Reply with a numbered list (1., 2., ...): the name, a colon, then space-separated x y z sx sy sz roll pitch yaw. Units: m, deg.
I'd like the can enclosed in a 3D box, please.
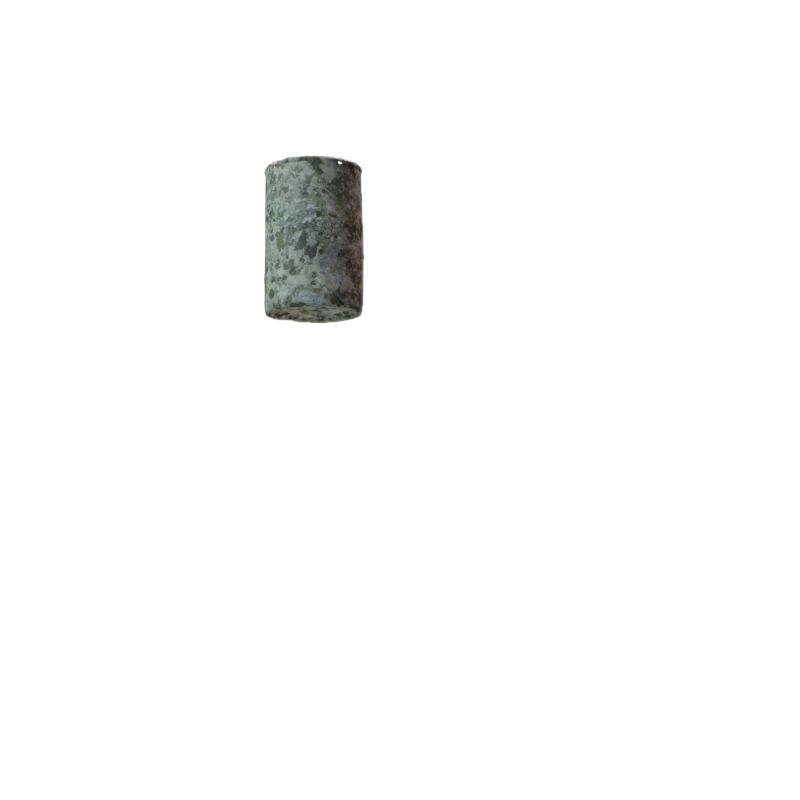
1. can: -0.059 -0.108 0.758 0.068 0.105 0.067 0 -11 -2
